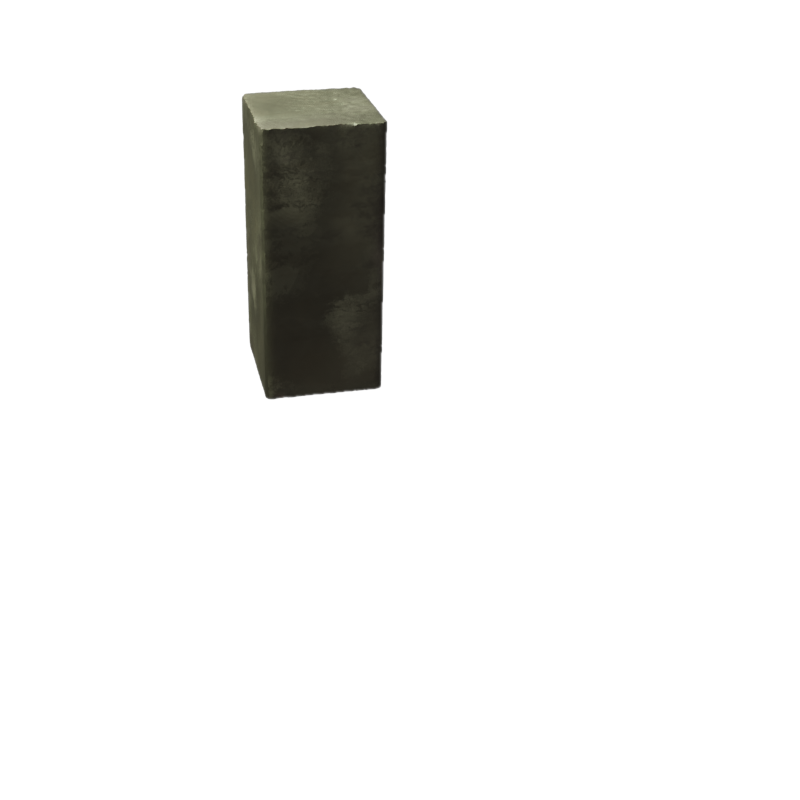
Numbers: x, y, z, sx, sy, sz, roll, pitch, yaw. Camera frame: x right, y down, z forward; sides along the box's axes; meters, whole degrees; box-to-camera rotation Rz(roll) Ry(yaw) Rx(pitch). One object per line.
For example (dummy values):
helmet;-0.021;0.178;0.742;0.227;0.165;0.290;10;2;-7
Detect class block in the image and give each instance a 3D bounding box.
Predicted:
block;-0.064;-0.116;0.813;0.089;0.195;0.097;-5;27;-13
